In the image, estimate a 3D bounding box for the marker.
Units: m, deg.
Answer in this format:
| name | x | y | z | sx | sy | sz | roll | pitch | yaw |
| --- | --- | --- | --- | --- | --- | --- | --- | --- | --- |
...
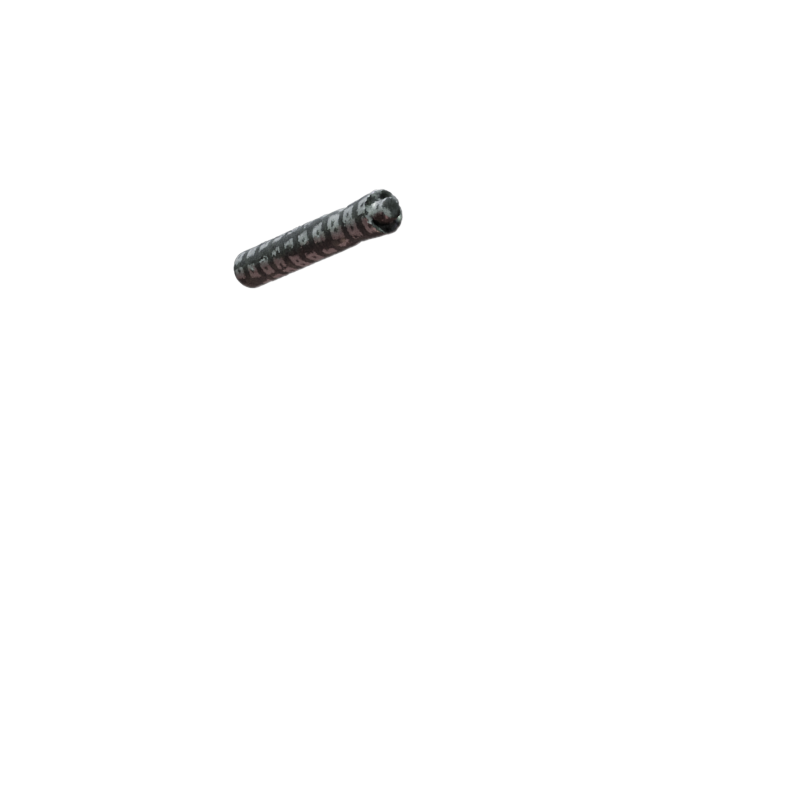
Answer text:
| name | x | y | z | sx | sy | sz | roll | pitch | yaw |
| --- | --- | --- | --- | --- | --- | --- | --- | --- | --- |
| marker | -0.038 | -0.070 | 0.487 | 0.019 | 0.020 | 0.123 | -2 | -5 | -35 |
